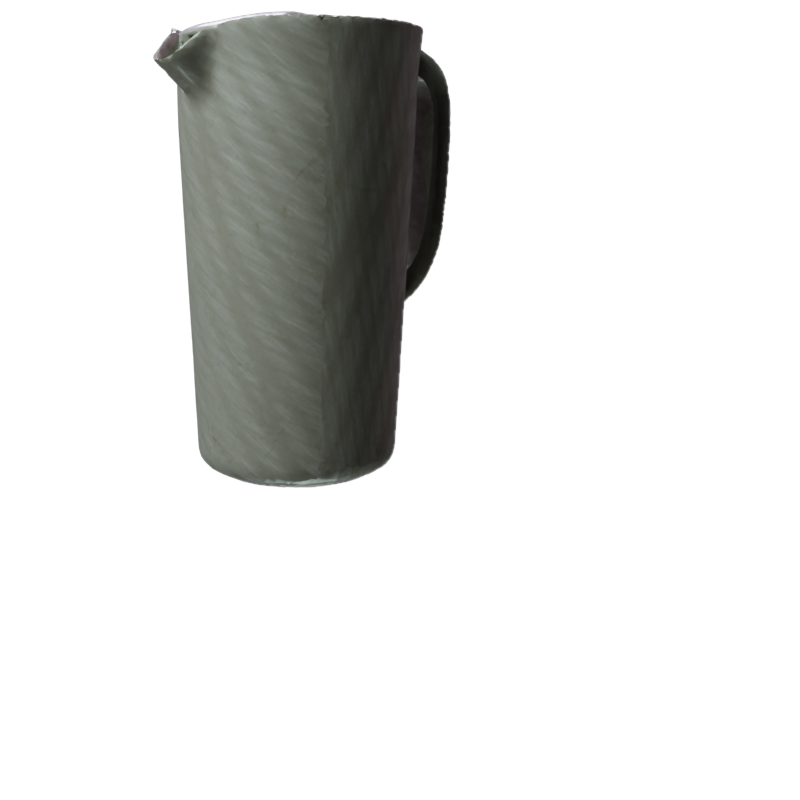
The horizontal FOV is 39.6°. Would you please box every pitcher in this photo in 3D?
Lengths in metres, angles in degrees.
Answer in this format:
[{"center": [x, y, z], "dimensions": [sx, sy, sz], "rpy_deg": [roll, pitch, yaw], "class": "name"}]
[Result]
[{"center": [-0.047, -0.086, 0.605], "dimensions": [0.150, 0.239, 0.147], "rpy_deg": [1, 8, 4], "class": "pitcher"}]
